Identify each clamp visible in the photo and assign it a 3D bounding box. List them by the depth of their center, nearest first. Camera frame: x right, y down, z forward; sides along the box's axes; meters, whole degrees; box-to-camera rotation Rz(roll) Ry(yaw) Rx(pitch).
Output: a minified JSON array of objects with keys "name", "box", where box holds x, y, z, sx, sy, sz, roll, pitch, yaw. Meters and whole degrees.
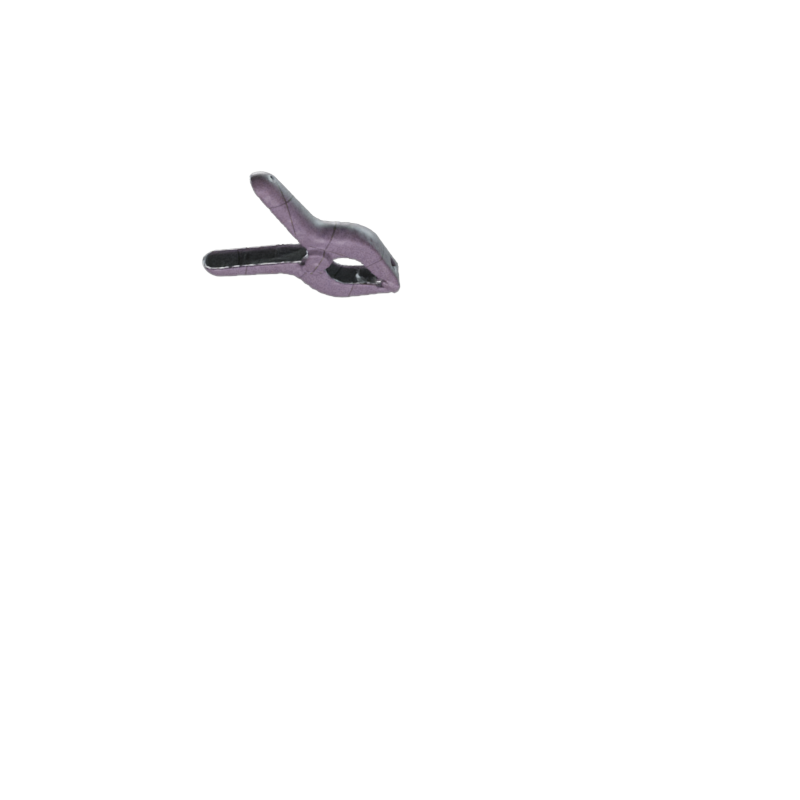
[{"name":"clamp","box":[-0.074,-0.135,0.945,0.167,0.042,0.115,10,-35,-14]}]
